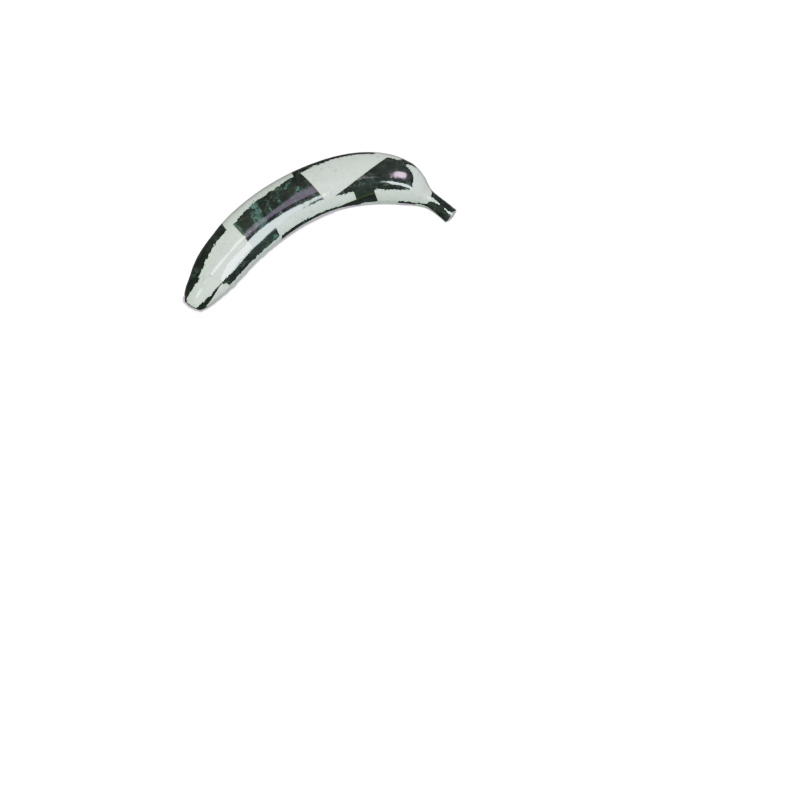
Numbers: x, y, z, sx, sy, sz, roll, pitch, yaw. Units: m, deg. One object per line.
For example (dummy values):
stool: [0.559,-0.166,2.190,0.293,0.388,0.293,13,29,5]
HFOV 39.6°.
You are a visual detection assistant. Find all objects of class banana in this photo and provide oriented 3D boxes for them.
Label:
banana: [-0.062,-0.125,0.757,0.197,0.073,0.035,-21,-18,-8]
